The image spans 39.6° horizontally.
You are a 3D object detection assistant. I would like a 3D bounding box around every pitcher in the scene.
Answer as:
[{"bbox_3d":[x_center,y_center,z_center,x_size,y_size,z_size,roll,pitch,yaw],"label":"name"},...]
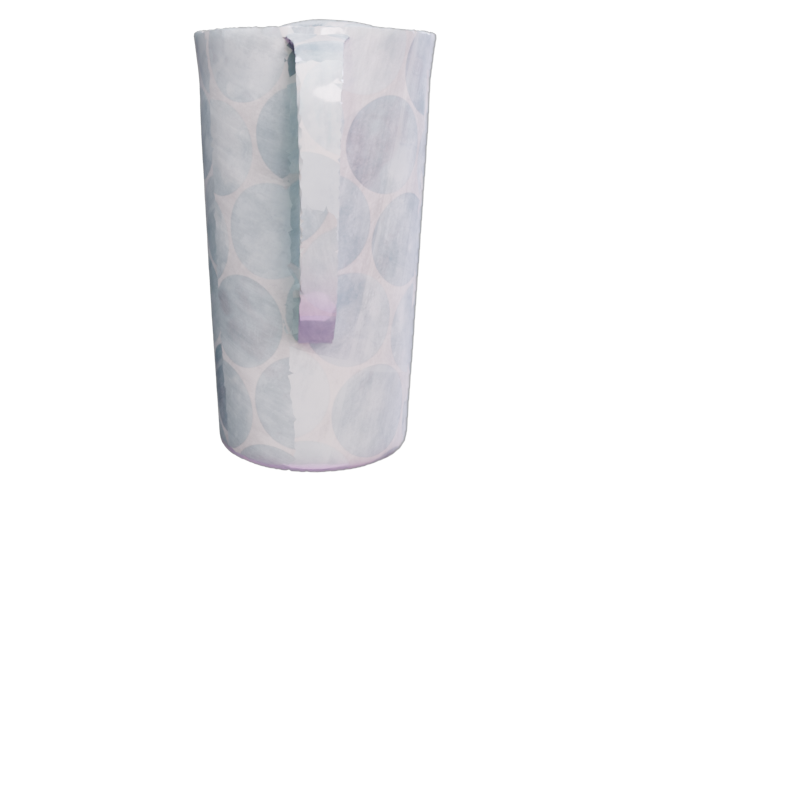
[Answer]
[{"bbox_3d":[-0.048,-0.088,0.615,0.152,0.239,0.145,8,11,39],"label":"pitcher"}]
